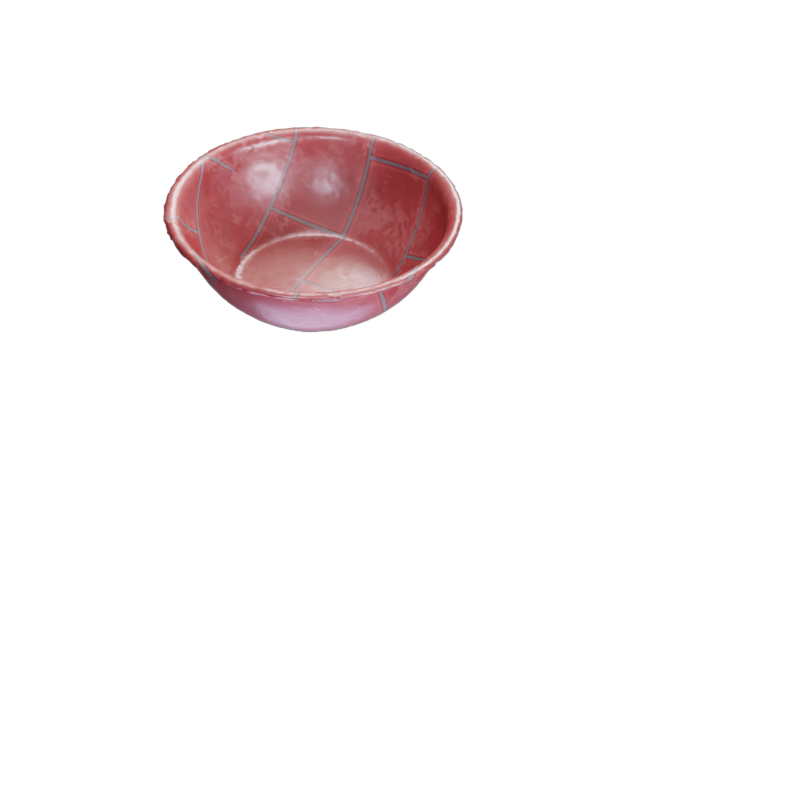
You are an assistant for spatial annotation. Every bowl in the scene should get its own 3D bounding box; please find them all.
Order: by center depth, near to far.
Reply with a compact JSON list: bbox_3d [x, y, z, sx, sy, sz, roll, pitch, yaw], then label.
[{"bbox_3d":[-0.048,-0.088,0.615,0.162,0.051,0.174,-1,41,-2],"label":"bowl"}]
